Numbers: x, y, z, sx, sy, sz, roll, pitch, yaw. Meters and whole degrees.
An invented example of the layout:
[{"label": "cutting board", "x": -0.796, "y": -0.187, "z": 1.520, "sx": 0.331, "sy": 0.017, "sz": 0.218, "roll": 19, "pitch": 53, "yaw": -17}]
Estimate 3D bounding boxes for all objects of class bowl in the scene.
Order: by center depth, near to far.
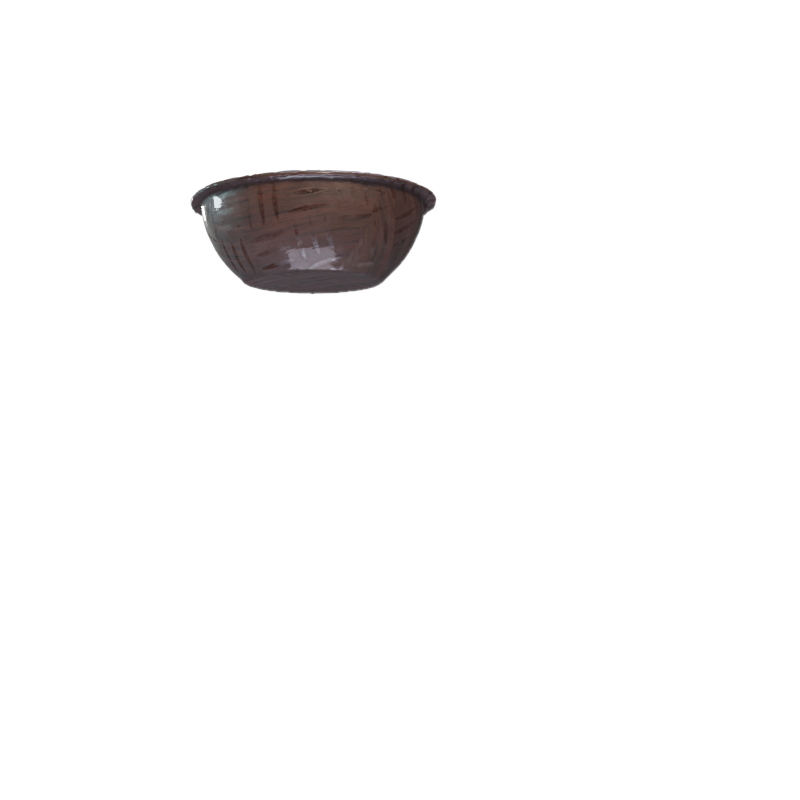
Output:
[{"label": "bowl", "x": -0.057, "y": -0.103, "z": 0.725, "sx": 0.162, "sy": 0.056, "sz": 0.159, "roll": 0, "pitch": -5, "yaw": -2}]
